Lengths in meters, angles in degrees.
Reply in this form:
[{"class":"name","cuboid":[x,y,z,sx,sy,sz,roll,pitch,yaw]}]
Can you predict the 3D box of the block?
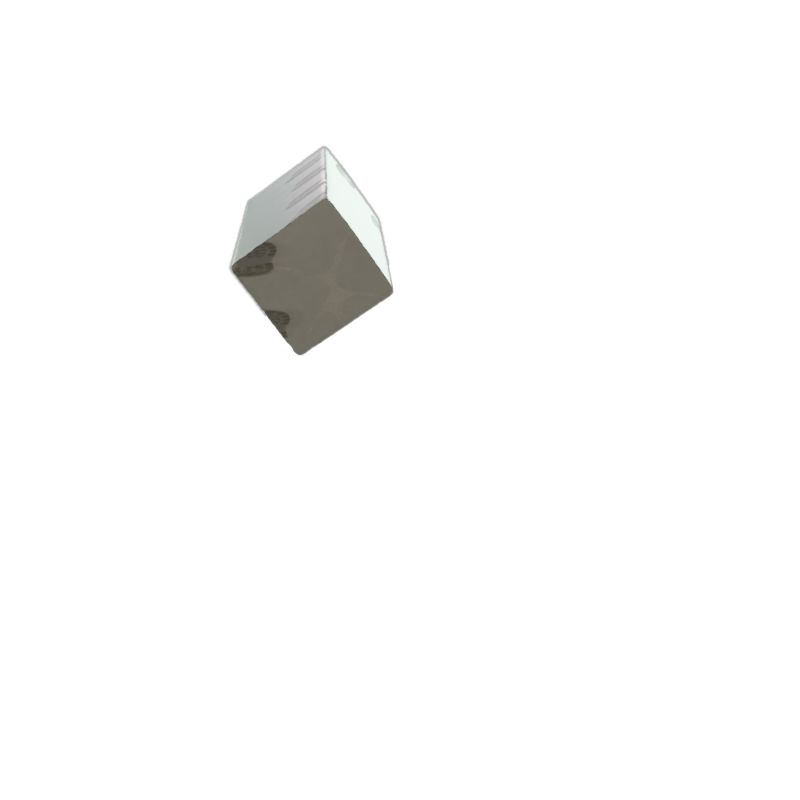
[{"class":"block","cuboid":[-0.070,-0.129,0.905,0.090,0.086,0.216,-34,20,9]}]
